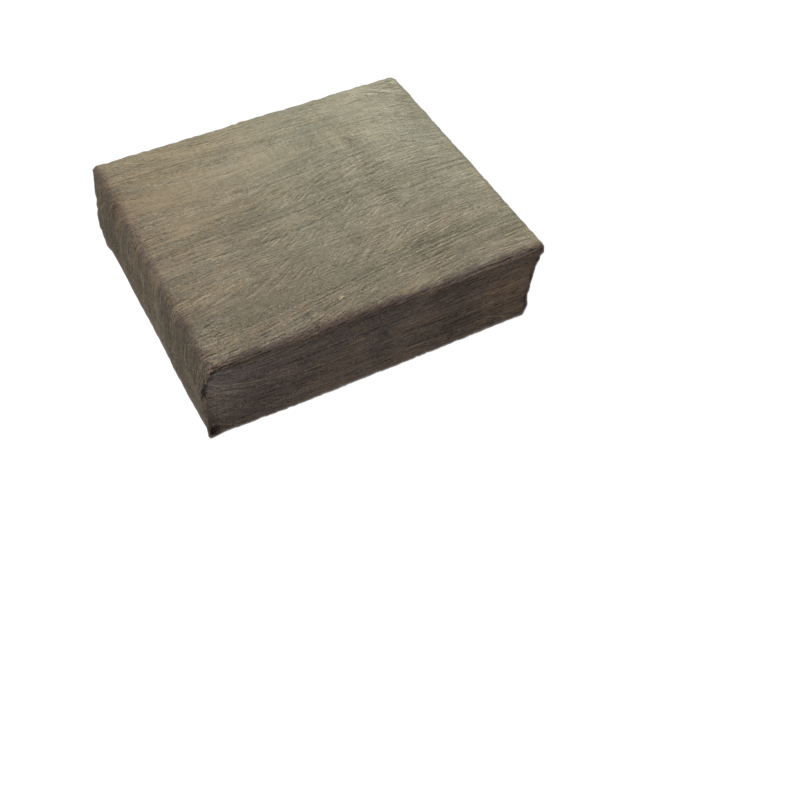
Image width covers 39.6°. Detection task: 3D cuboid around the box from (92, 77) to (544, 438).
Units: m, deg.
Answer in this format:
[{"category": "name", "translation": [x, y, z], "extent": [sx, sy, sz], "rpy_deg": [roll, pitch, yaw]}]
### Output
[{"category": "box", "translation": [-0.027, -0.050, 0.348], "extent": [0.113, 0.097, 0.036], "rpy_deg": [-23, -36, -19]}]
